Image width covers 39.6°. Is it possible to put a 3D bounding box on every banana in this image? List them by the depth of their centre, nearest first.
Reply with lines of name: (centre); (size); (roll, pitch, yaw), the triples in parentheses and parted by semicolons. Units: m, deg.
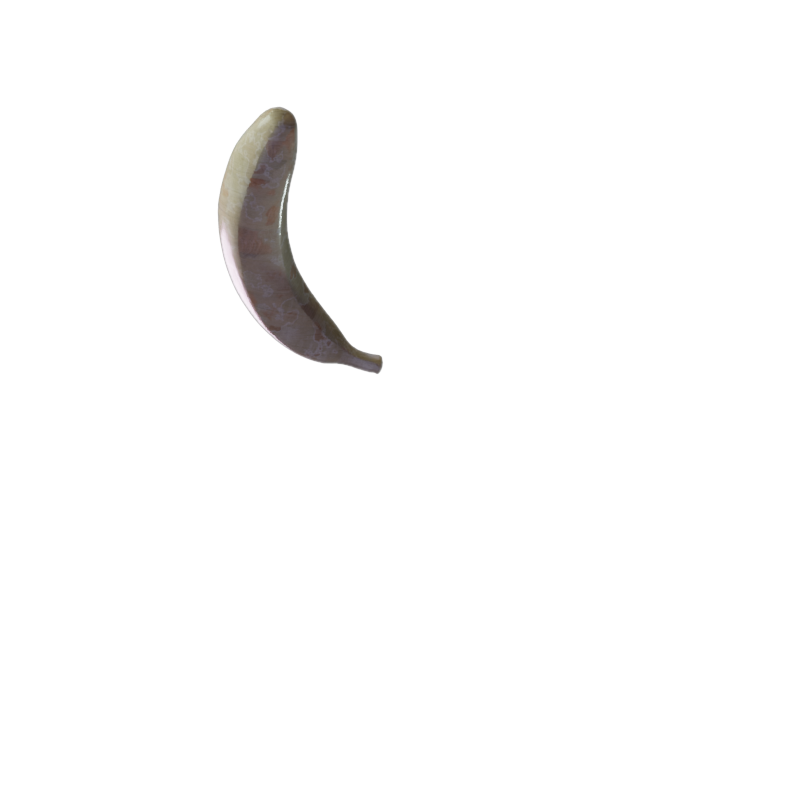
banana: (-0.065, -0.082, 0.618); (0.070, 0.039, 0.182); (-10, -43, 10)
